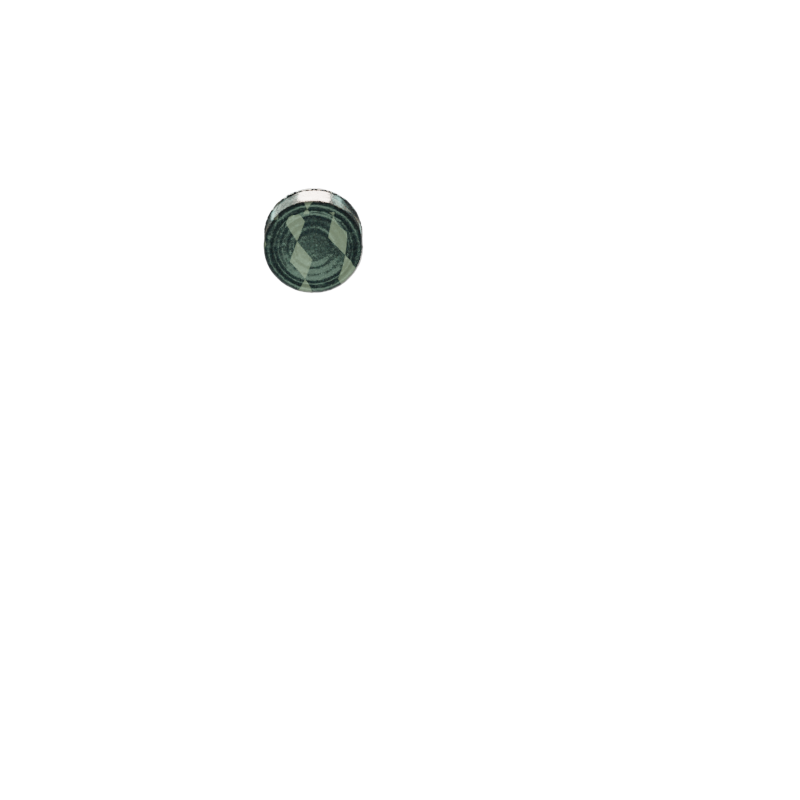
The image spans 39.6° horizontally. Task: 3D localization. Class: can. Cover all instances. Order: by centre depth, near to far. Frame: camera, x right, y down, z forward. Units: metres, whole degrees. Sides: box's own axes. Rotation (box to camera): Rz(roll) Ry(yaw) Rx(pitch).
[{"bbox_3d":[-0.074,-0.136,0.950,0.086,0.082,0.035,1,25,-1],"label":"can"}]
